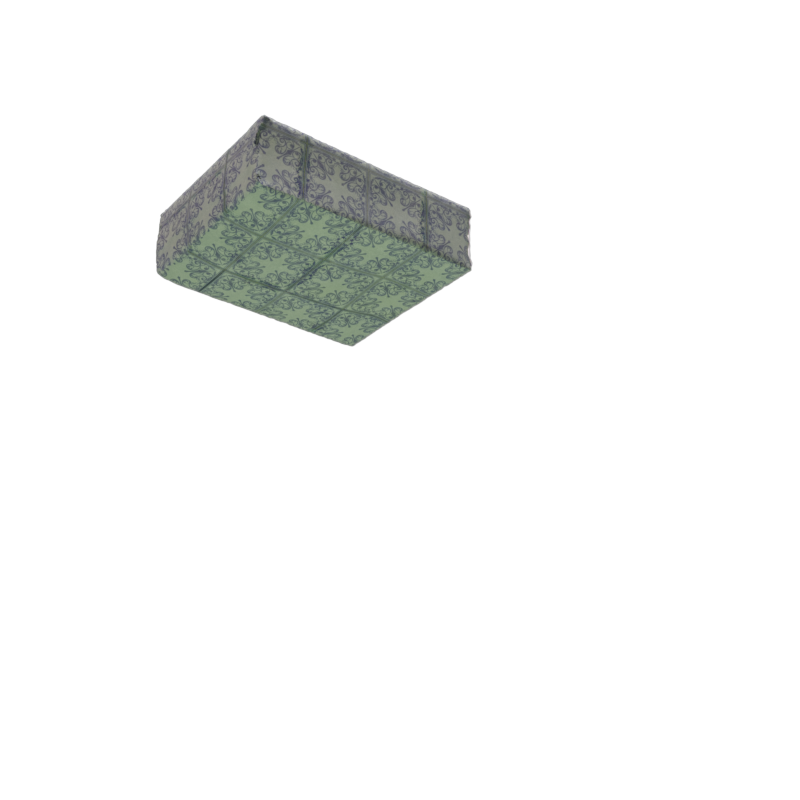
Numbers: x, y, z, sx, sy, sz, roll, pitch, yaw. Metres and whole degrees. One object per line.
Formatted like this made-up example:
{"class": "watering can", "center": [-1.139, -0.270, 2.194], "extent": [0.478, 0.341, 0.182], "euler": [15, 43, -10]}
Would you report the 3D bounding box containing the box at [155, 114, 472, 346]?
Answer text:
{"class": "box", "center": [-0.038, -0.070, 0.491], "extent": [0.108, 0.041, 0.089], "euler": [18, -33, -31]}
